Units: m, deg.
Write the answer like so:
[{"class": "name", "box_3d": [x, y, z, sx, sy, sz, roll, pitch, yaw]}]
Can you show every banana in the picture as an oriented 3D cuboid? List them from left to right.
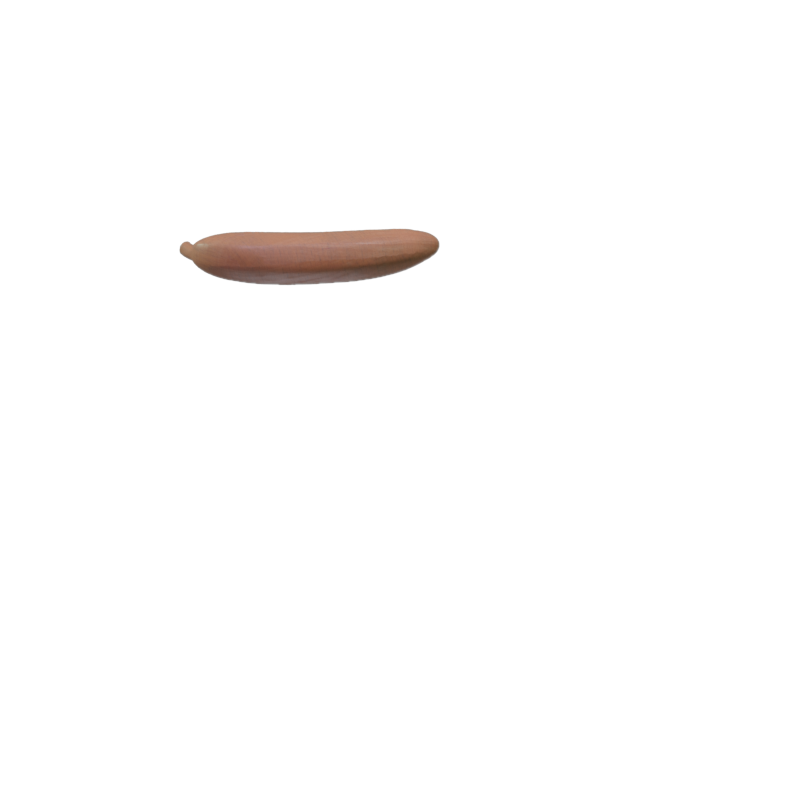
[{"class": "banana", "box_3d": [-0.068, -0.110, 0.816, 0.198, 0.035, 0.073, 1, 28, 1]}]
